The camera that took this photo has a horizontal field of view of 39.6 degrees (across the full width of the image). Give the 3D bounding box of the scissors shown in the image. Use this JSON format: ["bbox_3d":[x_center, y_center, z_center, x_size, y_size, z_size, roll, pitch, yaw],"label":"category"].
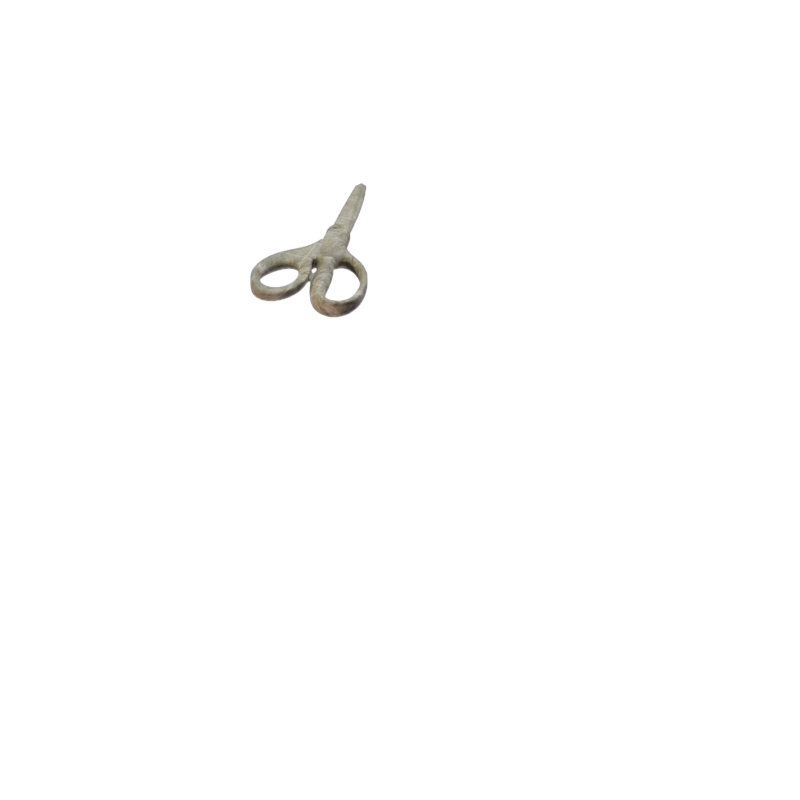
[{"bbox_3d":[-0.068,-0.125,0.874,0.096,0.015,0.216,-2,35,-4],"label":"scissors"}]
